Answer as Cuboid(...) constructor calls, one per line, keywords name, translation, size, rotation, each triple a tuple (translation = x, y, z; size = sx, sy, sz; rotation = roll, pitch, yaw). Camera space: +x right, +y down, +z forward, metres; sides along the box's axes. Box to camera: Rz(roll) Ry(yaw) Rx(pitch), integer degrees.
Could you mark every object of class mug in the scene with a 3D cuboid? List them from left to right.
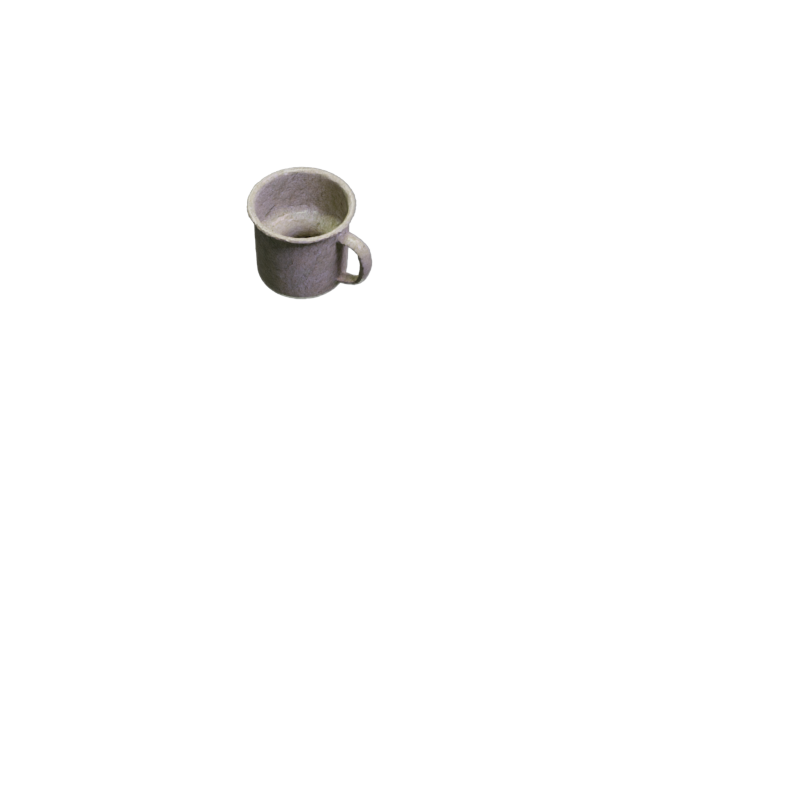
Cuboid(name="mug", translation=(-0.075, -0.137, 0.962), size=(0.122, 0.076, 0.096), rotation=(26, 53, 19))
